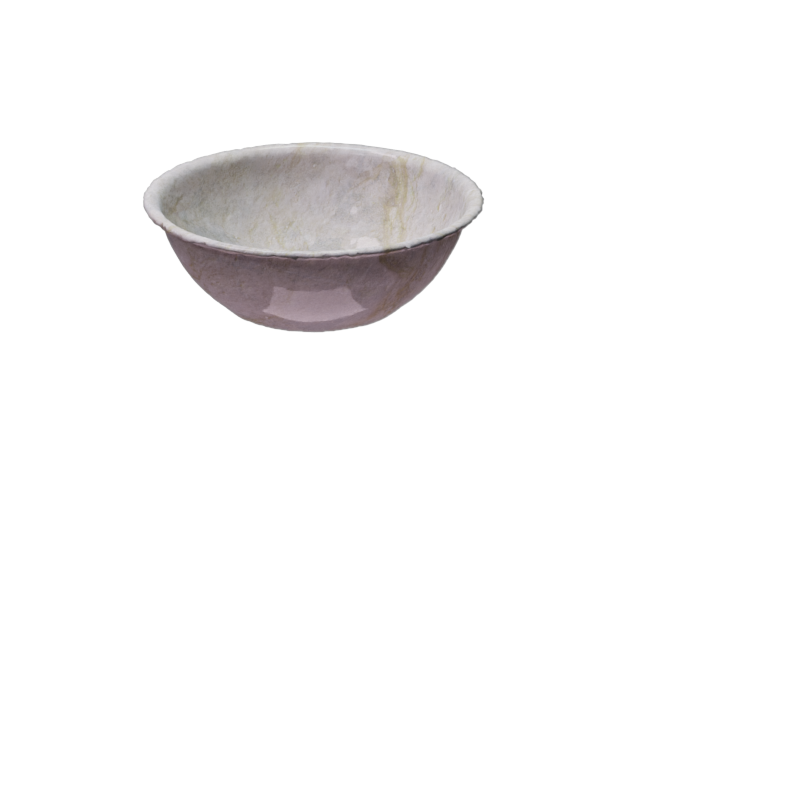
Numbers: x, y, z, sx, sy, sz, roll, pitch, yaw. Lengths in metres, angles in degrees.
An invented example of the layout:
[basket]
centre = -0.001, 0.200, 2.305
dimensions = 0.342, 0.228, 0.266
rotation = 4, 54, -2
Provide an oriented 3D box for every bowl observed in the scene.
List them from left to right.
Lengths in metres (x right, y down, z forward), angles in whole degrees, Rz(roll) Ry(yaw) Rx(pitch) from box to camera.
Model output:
[bowl]
centre = -0.042, -0.077, 0.539
dimensions = 0.162, 0.052, 0.171
rotation = -1, 27, -2
